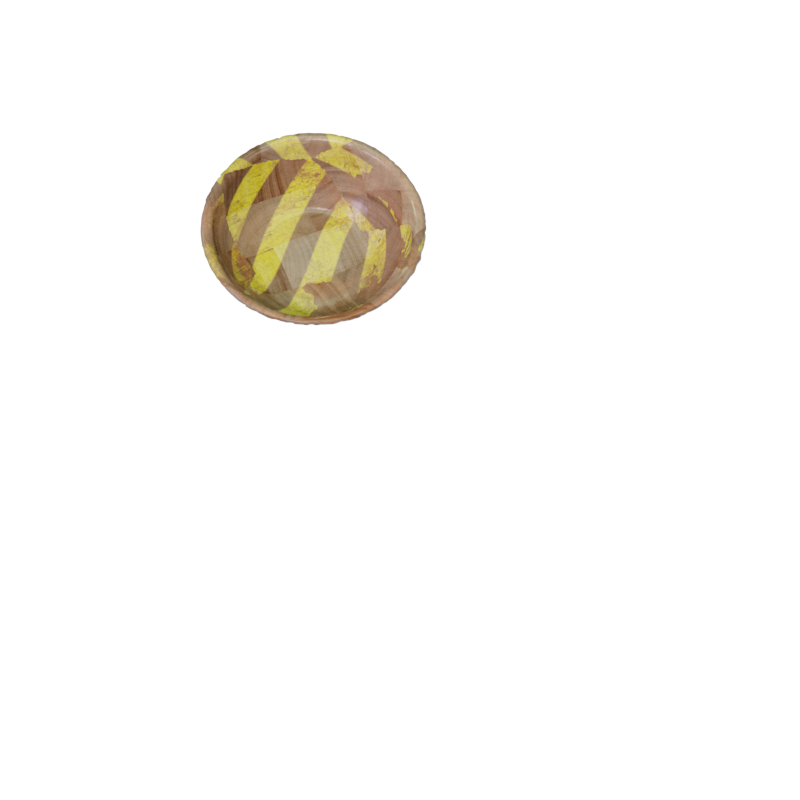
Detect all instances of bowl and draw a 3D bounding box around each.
[{"bbox_3d":[-0.064,-0.117,0.817,0.162,0.172,0.052,-1,-28,-1],"label":"bowl"}]
